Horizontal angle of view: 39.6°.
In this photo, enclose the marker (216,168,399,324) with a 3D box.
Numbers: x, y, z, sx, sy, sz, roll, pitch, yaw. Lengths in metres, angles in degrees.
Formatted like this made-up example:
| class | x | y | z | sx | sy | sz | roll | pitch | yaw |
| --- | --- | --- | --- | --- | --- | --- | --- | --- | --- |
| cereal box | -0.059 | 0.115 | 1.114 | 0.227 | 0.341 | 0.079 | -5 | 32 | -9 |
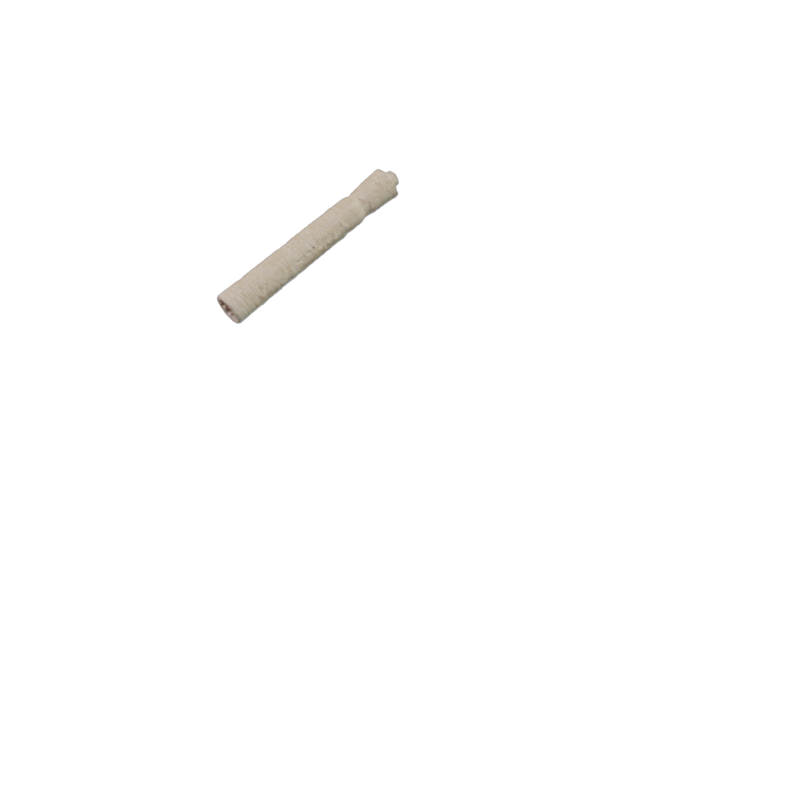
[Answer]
| class | x | y | z | sx | sy | sz | roll | pitch | yaw |
| --- | --- | --- | --- | --- | --- | --- | --- | --- | --- |
| marker | -0.047 | -0.085 | 0.597 | 0.122 | 0.019 | 0.020 | -41 | 19 | -18 |
